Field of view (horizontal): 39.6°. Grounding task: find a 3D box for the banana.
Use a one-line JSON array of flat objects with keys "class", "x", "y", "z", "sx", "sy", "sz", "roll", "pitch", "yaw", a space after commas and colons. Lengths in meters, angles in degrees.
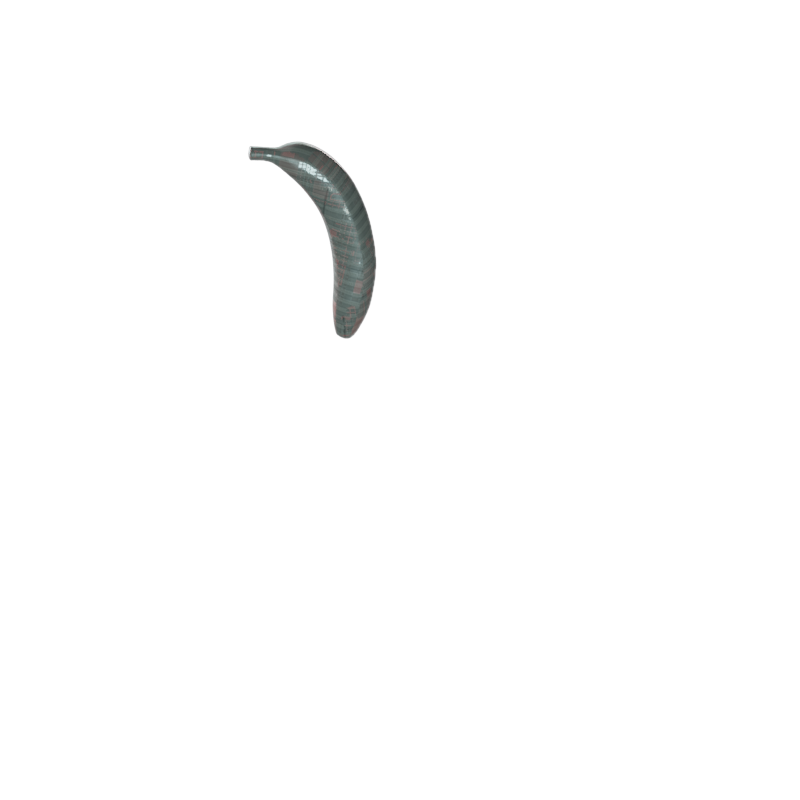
[{"class": "banana", "x": -0.059, "y": -0.145, "z": 0.944, "sx": 0.070, "sy": 0.187, "sz": 0.039, "roll": -22, "pitch": 23, "yaw": 9}]
